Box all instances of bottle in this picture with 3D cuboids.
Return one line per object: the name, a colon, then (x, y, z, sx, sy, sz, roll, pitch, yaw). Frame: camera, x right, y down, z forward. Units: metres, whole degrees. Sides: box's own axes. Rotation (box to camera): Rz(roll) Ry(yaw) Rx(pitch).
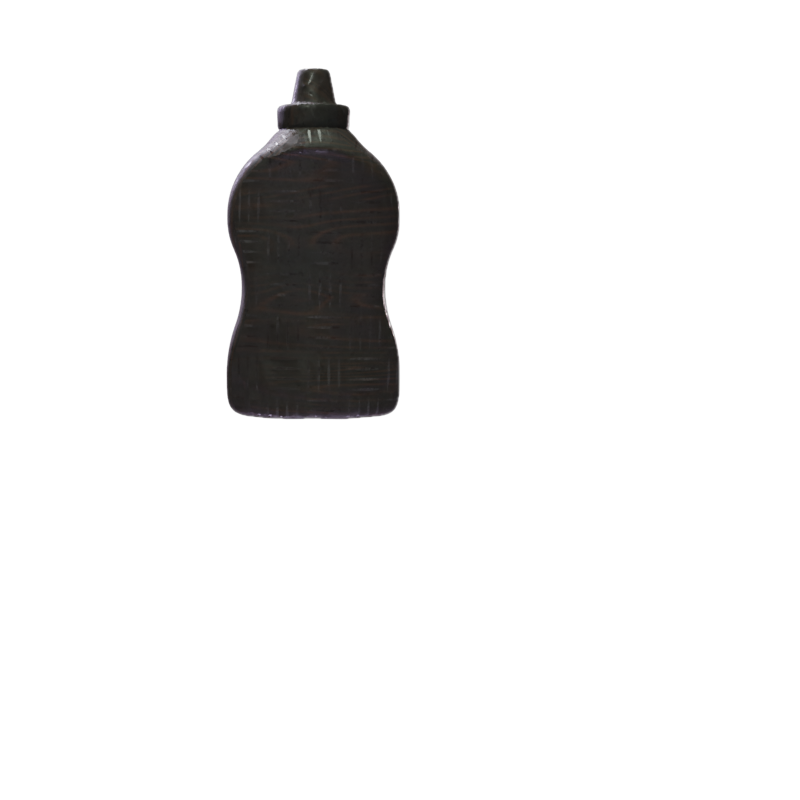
bottle: (-0.049, -0.089, 0.620, 0.096, 0.191, 0.059, 0, 2, 0)
